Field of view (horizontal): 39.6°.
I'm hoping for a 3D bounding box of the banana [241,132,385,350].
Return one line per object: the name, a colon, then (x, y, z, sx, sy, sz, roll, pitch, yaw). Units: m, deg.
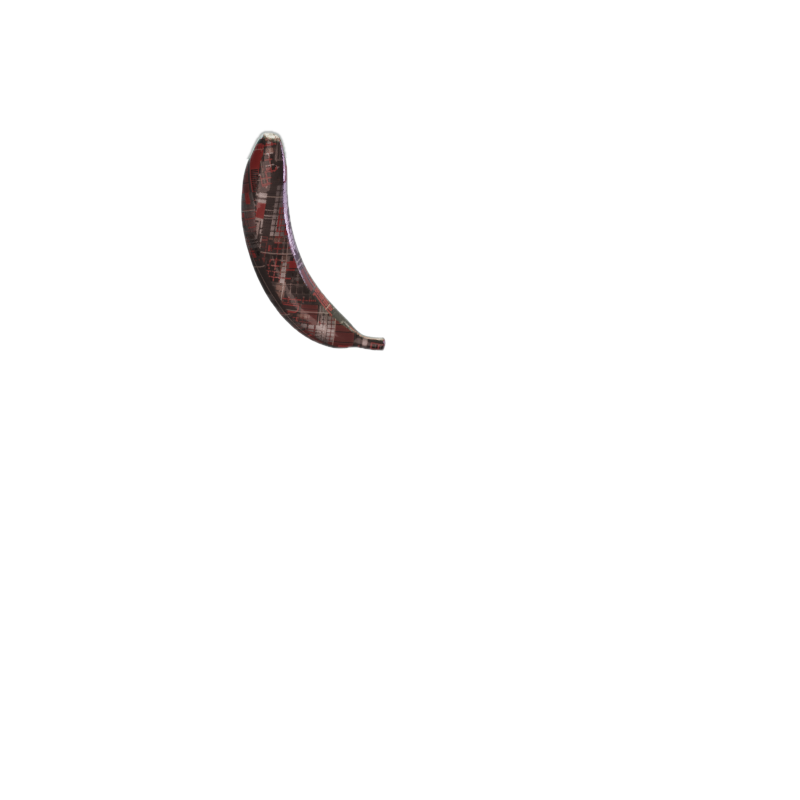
banana: (-0.082, -0.112, 0.863, 0.070, 0.188, 0.039, -25, 21, 10)
